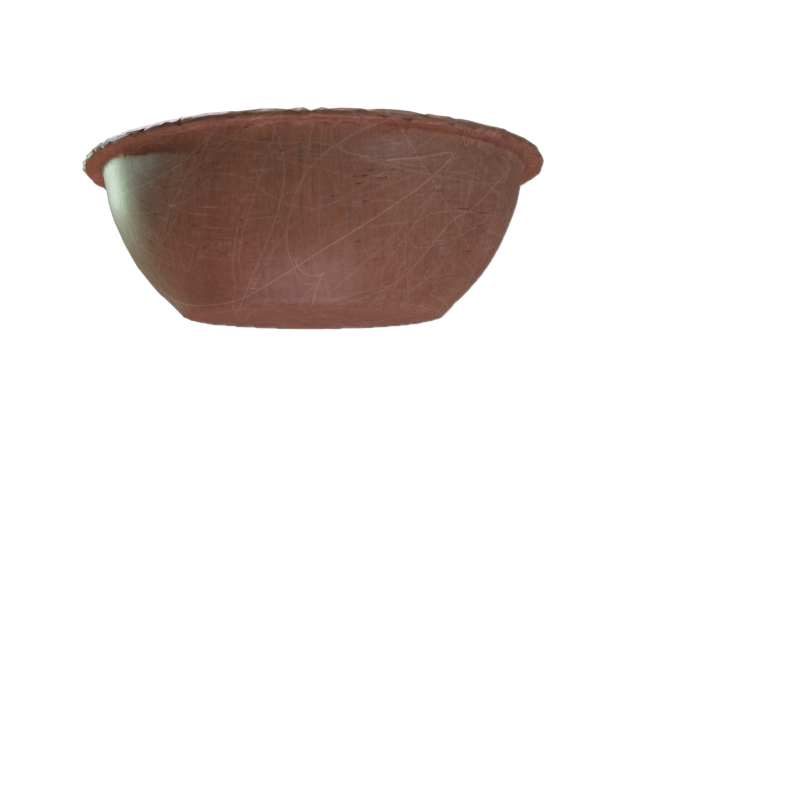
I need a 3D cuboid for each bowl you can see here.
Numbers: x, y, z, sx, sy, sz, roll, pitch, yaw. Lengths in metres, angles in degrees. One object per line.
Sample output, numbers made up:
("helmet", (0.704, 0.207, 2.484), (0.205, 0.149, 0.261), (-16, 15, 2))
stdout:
("bowl", (-0.031, -0.056, 0.392), (0.162, 0.056, 0.160), (0, -2, -2))
